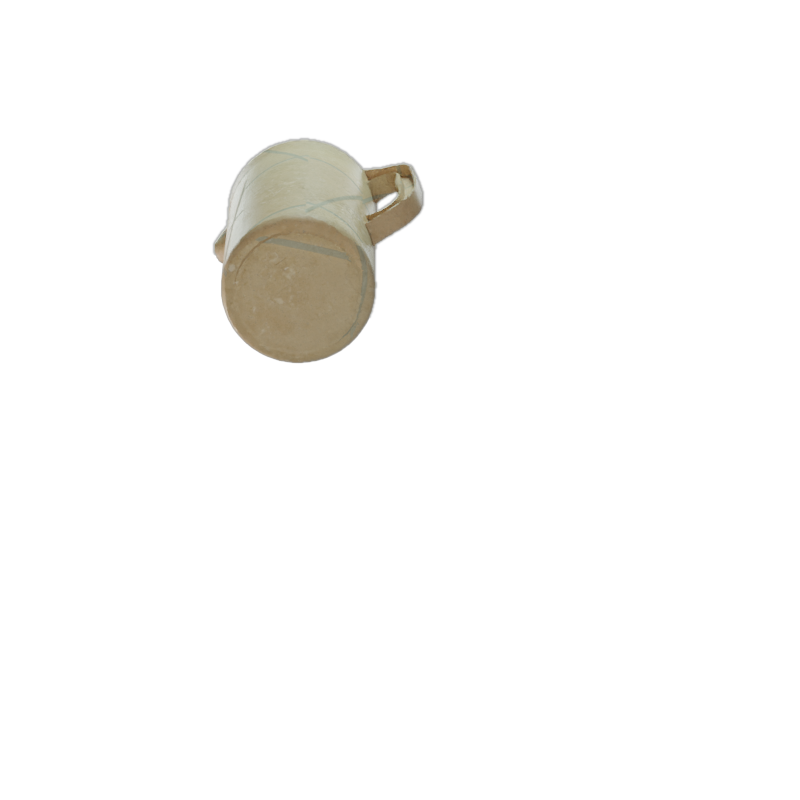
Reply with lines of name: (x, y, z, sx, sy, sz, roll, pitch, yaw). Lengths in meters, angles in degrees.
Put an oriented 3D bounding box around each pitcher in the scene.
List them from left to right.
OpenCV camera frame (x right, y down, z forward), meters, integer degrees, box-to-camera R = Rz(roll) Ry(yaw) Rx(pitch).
pitcher: (-0.068, -0.125, 0.873, 0.142, 0.145, 0.254, 21, 18, -11)
